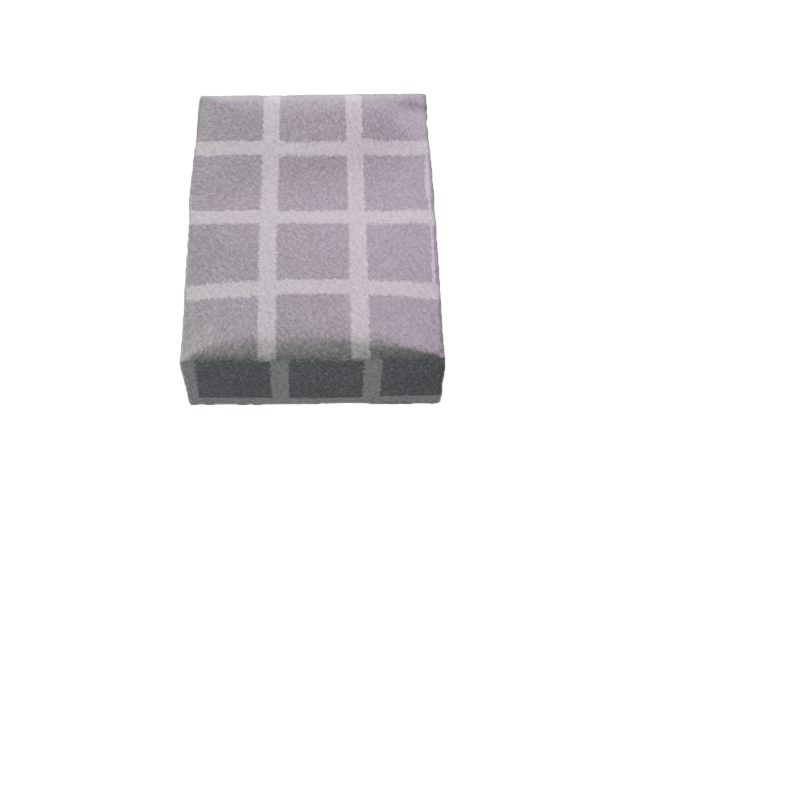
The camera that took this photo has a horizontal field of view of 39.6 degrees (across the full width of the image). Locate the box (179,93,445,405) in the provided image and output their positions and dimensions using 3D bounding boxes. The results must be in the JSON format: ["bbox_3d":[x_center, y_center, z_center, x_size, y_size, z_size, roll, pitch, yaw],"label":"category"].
[{"bbox_3d":[-0.058,-0.106,0.743,0.164,0.228,0.067,-1,-30,-1],"label":"box"}]
